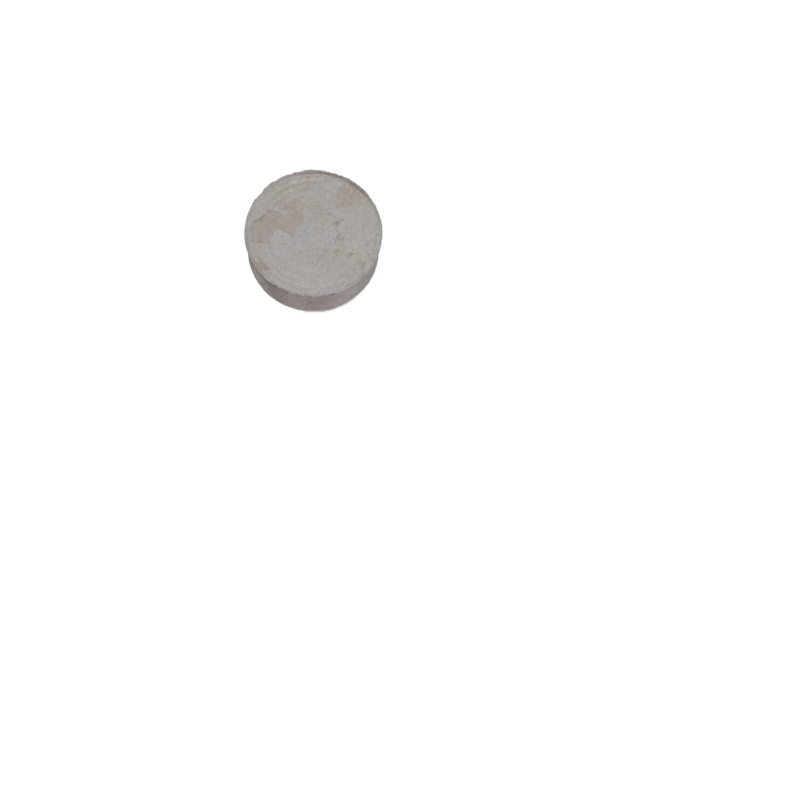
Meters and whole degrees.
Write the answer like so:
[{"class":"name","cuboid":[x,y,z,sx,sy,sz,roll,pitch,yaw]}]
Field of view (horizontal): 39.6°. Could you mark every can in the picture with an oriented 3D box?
[{"class":"can","cuboid":[-0.055,-0.100,0.701,0.086,0.090,0.032,-1,-21,-1]}]
